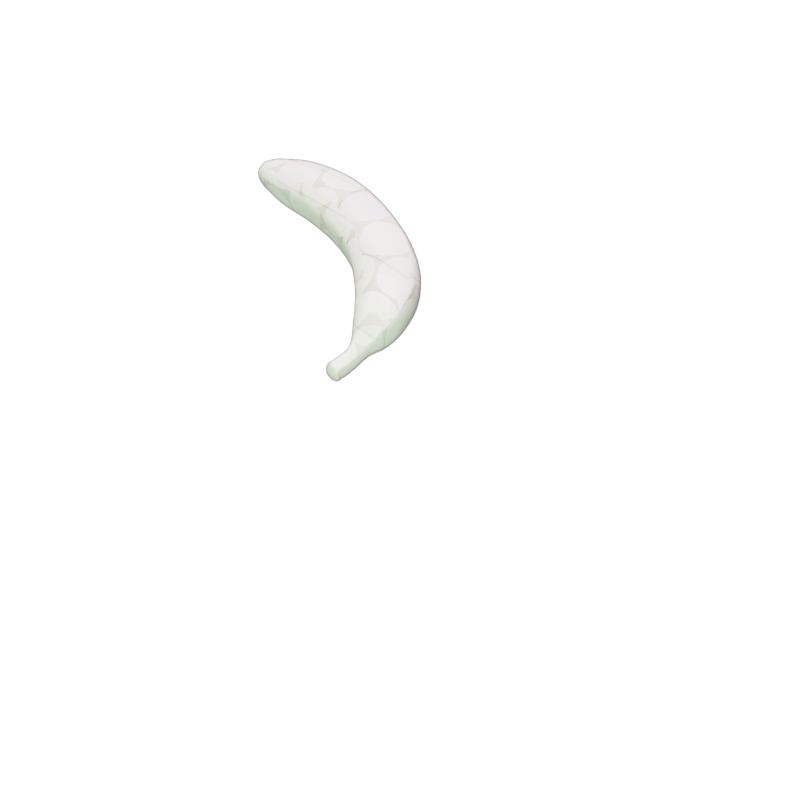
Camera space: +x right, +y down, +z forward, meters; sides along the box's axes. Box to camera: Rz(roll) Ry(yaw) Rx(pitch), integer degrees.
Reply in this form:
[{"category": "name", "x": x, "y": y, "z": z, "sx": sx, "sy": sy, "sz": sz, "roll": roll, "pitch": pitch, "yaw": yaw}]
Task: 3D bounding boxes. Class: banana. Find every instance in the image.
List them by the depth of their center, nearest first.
[{"category": "banana", "x": -0.032, "y": -0.092, "z": 0.646, "sx": 0.069, "sy": 0.034, "sz": 0.214, "roll": -10, "pitch": 42, "yaw": -12}]
